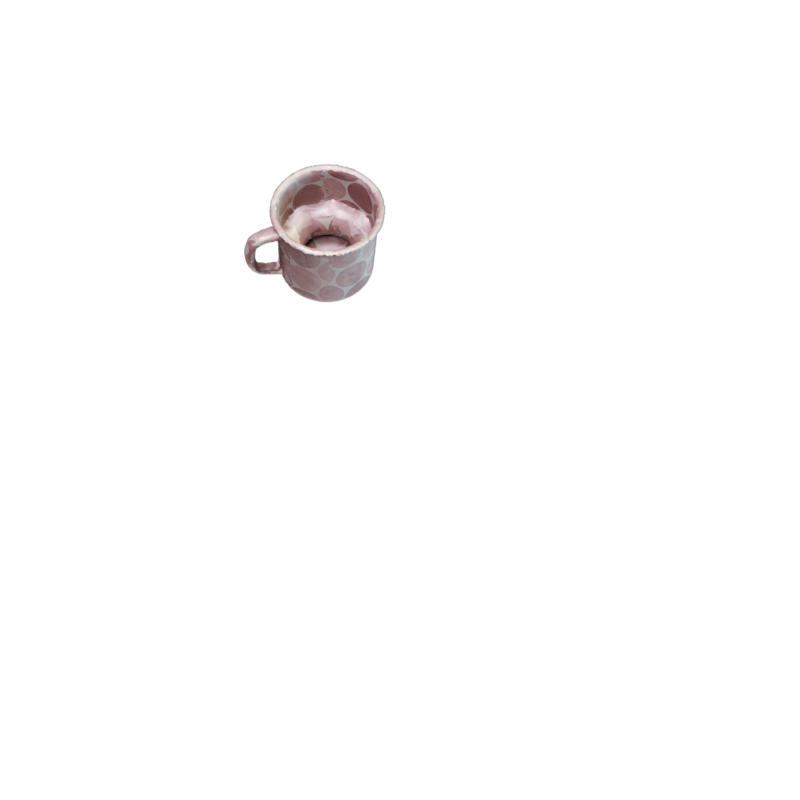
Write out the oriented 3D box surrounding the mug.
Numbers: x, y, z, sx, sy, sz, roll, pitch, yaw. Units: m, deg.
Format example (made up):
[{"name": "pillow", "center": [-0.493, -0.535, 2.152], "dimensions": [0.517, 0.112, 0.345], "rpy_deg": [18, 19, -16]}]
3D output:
[{"name": "mug", "center": [-0.072, -0.131, 0.918], "dimensions": [0.116, 0.100, 0.076], "rpy_deg": [-18, -30, -13]}]
